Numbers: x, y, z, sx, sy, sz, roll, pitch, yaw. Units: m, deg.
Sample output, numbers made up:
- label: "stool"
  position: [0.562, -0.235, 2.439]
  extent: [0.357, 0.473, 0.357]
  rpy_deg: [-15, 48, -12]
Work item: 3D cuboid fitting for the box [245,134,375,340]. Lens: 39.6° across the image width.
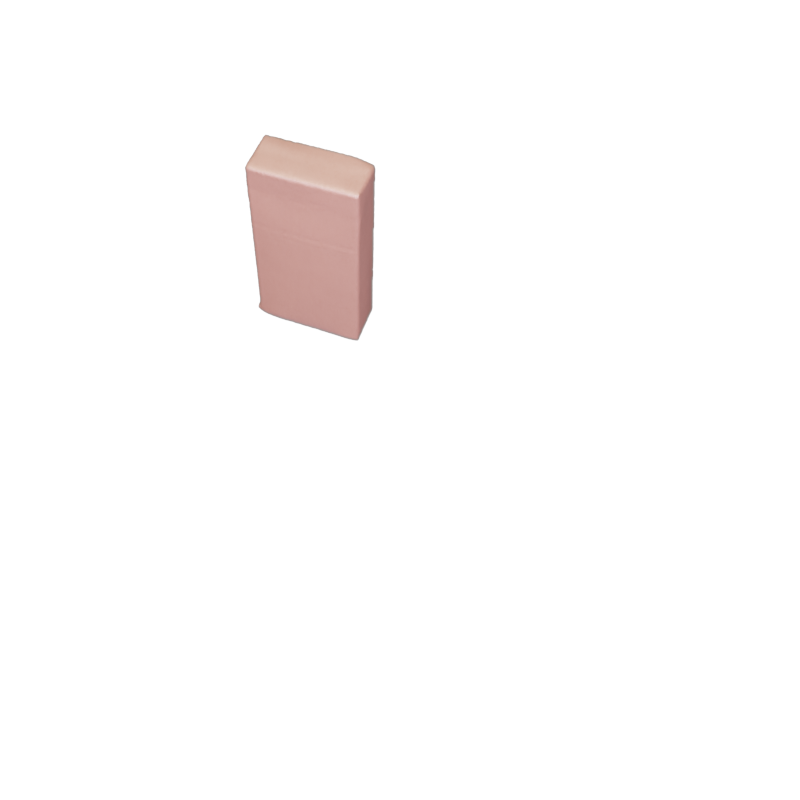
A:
- label: "box"
  position: [-0.069, -0.126, 0.884]
  extent: [0.096, 0.050, 0.164]
  rpy_deg: [19, -38, 11]
